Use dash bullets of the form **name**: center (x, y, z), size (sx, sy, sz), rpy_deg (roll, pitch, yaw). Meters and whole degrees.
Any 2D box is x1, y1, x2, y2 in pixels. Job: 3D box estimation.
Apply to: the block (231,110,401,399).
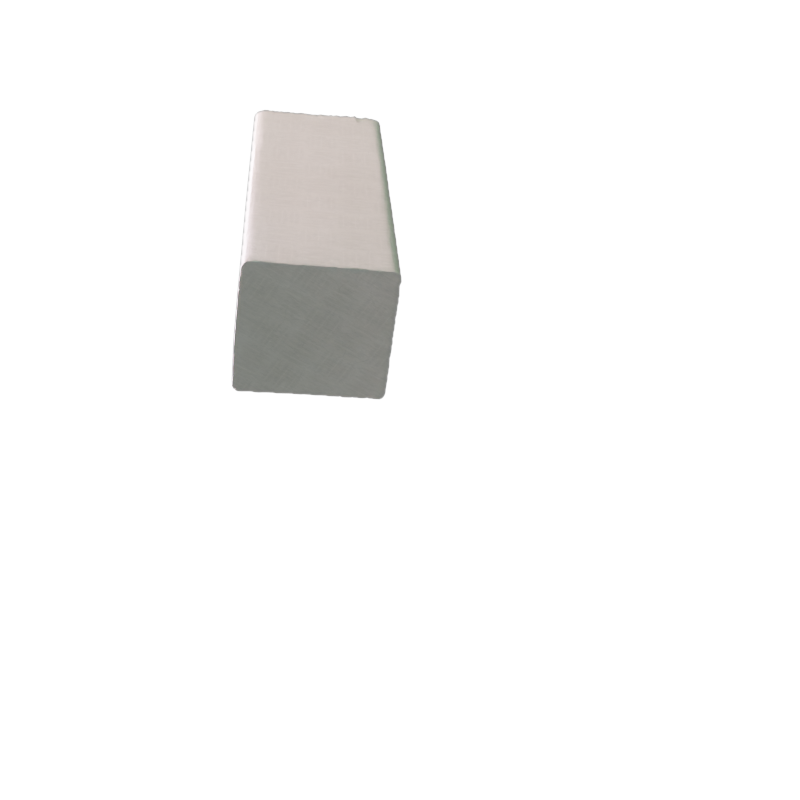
- **block**: center (-0.056, -0.102, 0.709), size (0.090, 0.085, 0.220), rpy_deg (3, 35, -6)
